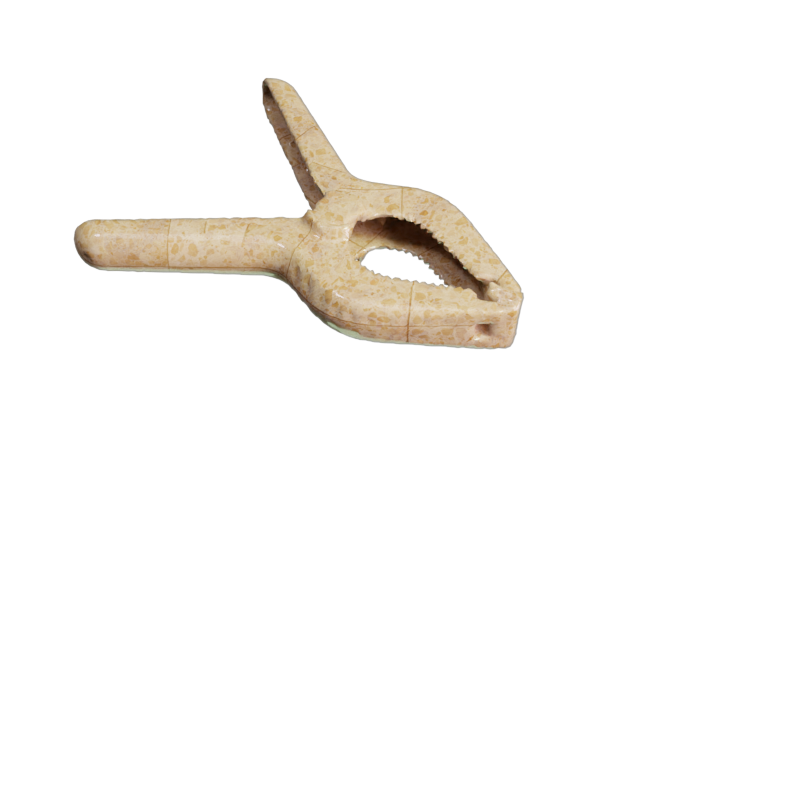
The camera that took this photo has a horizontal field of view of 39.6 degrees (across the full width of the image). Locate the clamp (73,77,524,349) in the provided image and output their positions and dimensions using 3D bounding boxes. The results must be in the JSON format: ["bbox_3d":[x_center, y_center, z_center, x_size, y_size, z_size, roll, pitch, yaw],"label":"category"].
[{"bbox_3d":[-0.042,-0.077,0.541,0.222,0.034,0.167,33,56,26],"label":"clamp"}]
